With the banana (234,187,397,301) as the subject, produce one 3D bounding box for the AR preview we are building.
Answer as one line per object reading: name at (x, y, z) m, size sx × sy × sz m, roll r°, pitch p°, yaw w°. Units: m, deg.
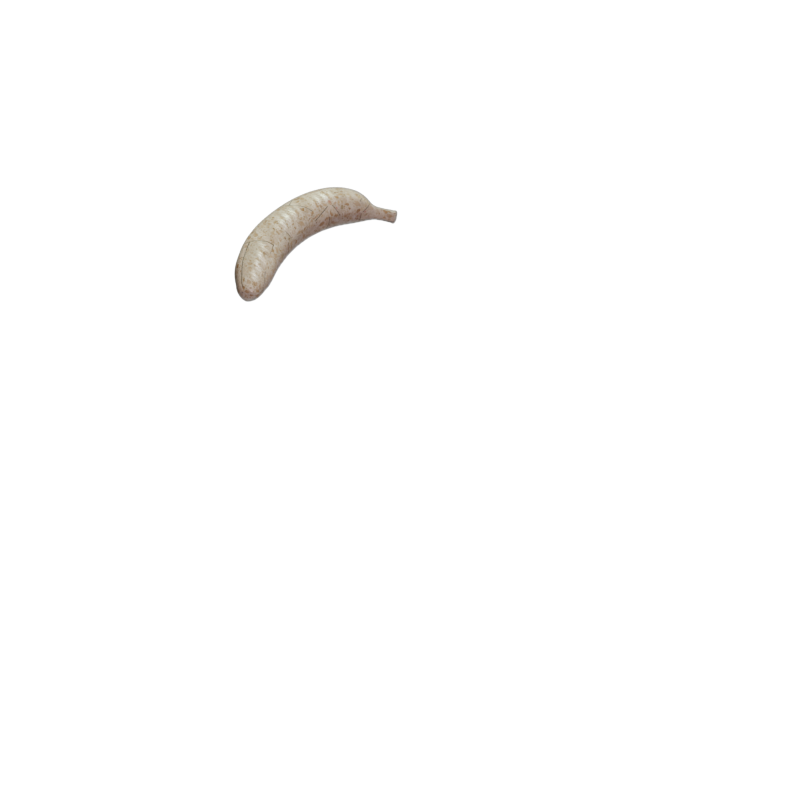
banana at (-0.087, -0.147, 0.971) m, size 0.074 × 0.034 × 0.199 m, roll 25°, pitch 44°, yaw 30°
